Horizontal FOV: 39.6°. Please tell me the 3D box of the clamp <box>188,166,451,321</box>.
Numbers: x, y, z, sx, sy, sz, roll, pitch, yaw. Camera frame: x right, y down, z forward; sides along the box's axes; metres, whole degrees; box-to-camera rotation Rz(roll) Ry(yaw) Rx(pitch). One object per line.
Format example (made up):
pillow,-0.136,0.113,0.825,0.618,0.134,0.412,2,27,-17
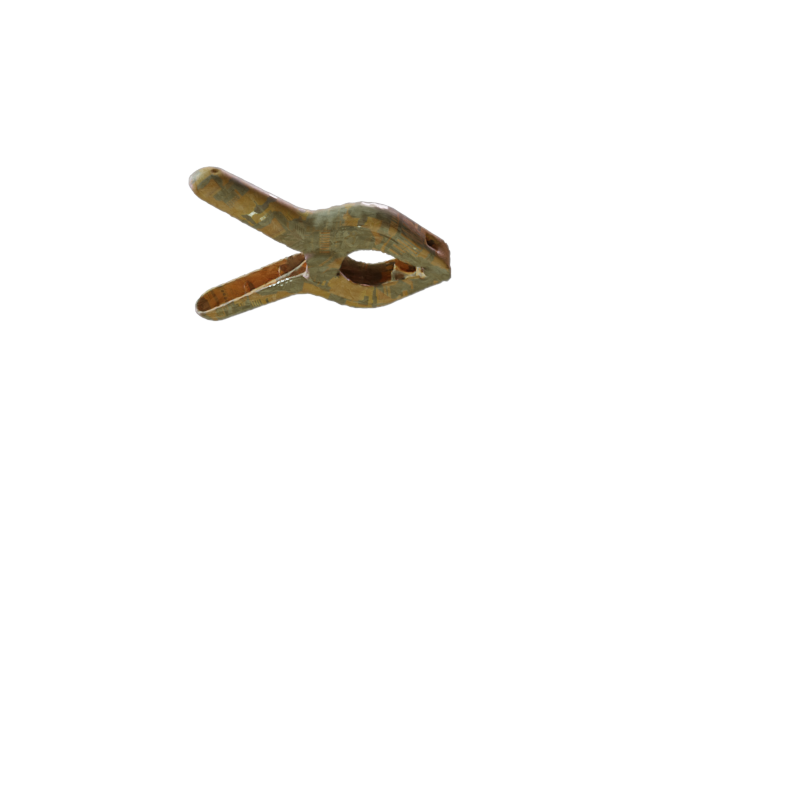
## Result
clamp,-0.055,-0.100,0.699,0.172,0.042,0.111,-4,-39,4
